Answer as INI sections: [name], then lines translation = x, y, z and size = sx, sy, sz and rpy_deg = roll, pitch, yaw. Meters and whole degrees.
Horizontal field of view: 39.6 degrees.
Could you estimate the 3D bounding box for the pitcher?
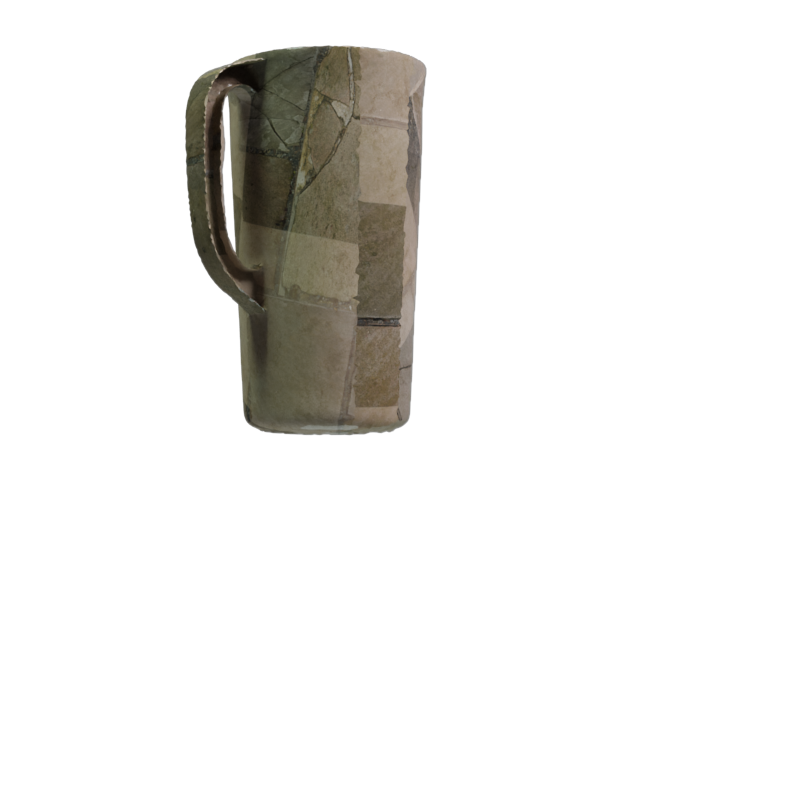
[pitcher]
translation = -0.056, -0.103, 0.719
size = 0.149, 0.246, 0.143
rpy_deg = 0, -4, 1
